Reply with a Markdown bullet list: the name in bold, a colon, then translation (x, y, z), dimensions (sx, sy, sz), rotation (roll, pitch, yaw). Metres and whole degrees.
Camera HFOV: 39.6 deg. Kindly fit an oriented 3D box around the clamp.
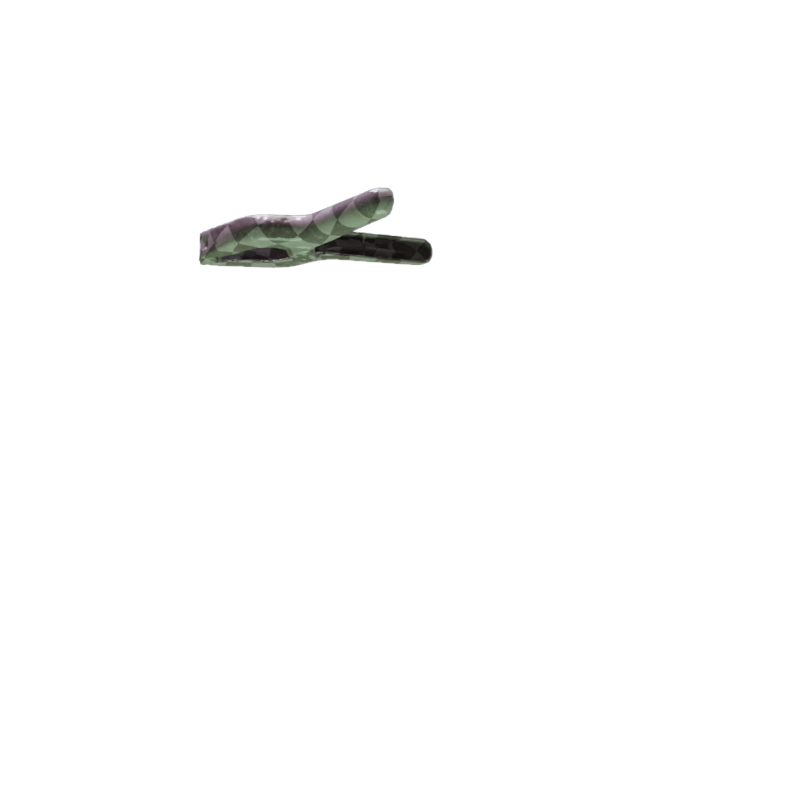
- **clamp**: translation (-0.078, -0.143, 1.000), dimensions (0.214, 0.038, 0.155), rotation (-5, -12, 22)
